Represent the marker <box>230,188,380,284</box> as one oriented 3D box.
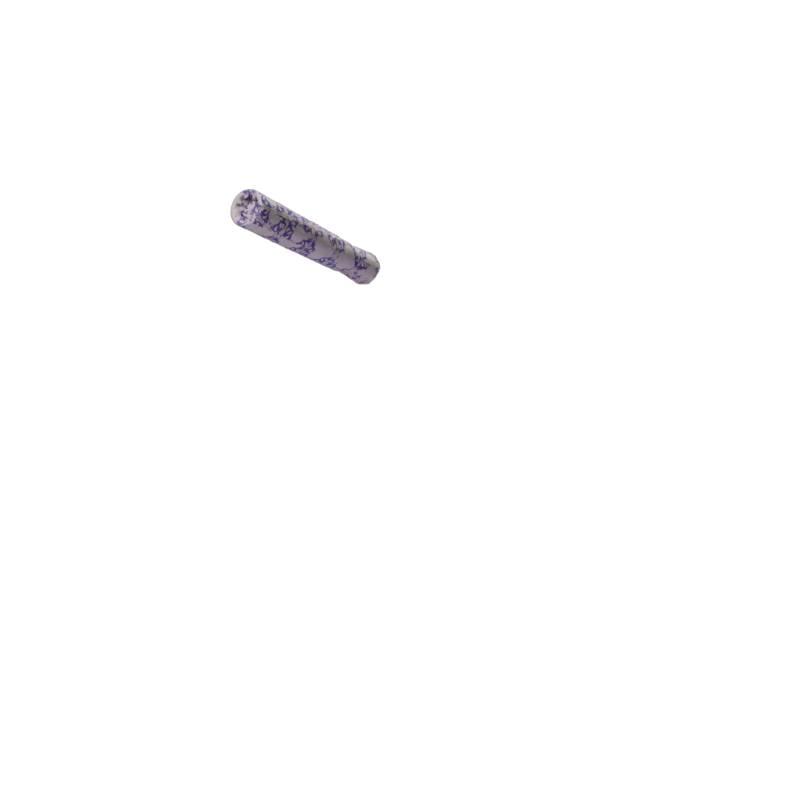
[{"bbox_3d":[-0.045,-0.081,0.569,0.020,0.020,0.114,3,-8,31],"label":"marker"}]
